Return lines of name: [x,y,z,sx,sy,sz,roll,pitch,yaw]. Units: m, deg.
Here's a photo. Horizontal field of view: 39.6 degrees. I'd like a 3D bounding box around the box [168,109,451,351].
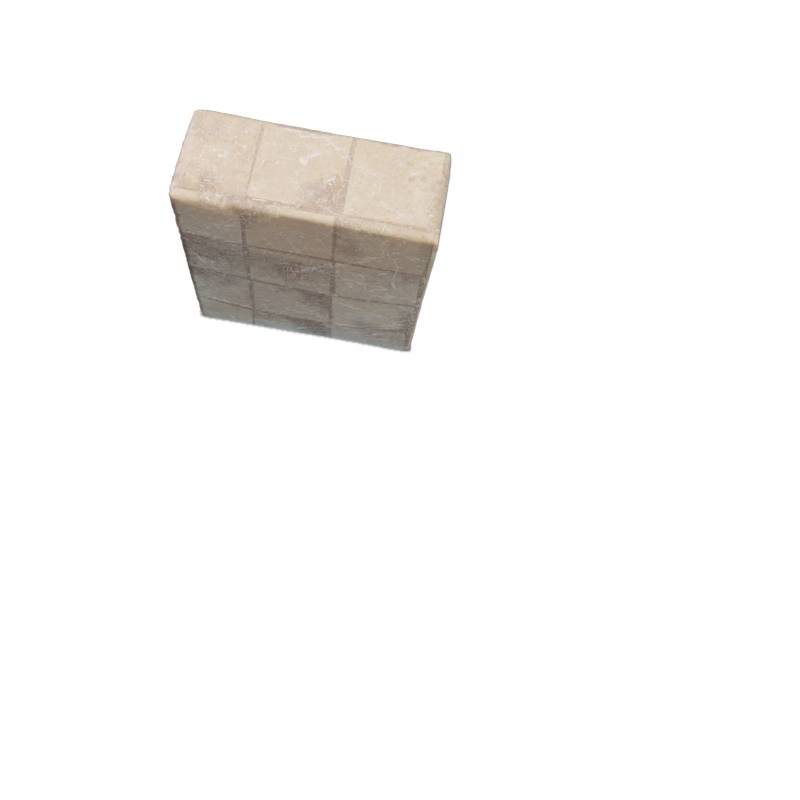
box: [-0.059,-0.108,0.756,0.165,0.075,0.204,11,-18,1]
